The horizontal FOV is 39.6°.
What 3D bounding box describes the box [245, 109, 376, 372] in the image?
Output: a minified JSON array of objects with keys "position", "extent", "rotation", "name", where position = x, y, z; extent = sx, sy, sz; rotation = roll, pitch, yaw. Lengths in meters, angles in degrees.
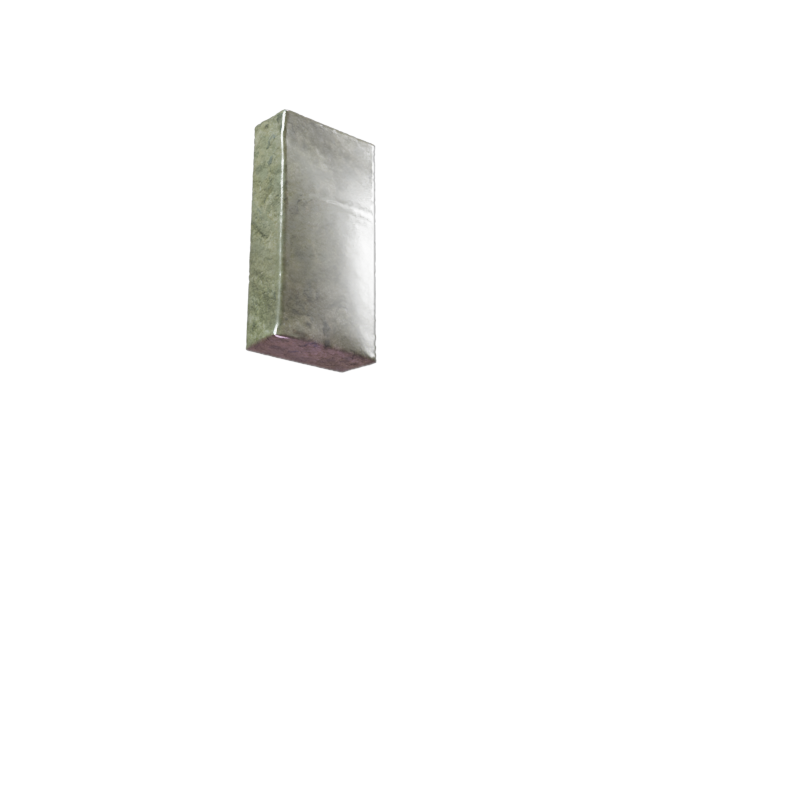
[{"position":[-0.064,-0.116,0.816],"extent":[0.088,0.185,0.048],"rotation":[16,-28,-38],"name":"box"}]
